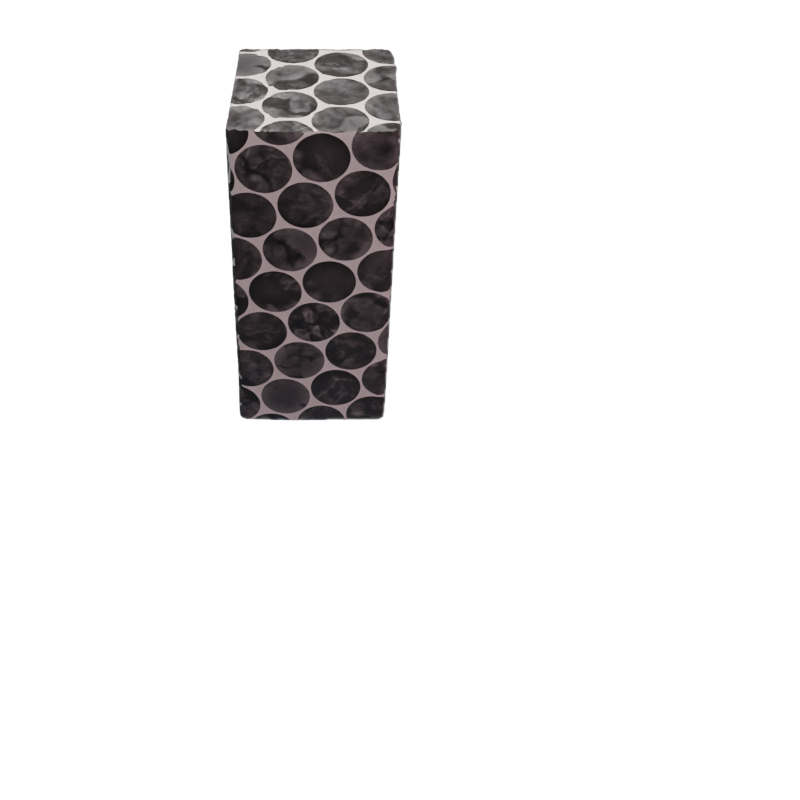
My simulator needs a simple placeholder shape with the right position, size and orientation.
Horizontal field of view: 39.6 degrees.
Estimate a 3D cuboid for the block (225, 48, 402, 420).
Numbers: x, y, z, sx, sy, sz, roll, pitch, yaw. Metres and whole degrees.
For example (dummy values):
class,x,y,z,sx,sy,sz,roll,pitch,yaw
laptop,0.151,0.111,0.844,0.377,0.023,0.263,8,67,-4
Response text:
class,x,y,z,sx,sy,sz,roll,pitch,yaw
block,-0.050,-0.093,0.650,0.090,0.192,0.097,1,40,-2
